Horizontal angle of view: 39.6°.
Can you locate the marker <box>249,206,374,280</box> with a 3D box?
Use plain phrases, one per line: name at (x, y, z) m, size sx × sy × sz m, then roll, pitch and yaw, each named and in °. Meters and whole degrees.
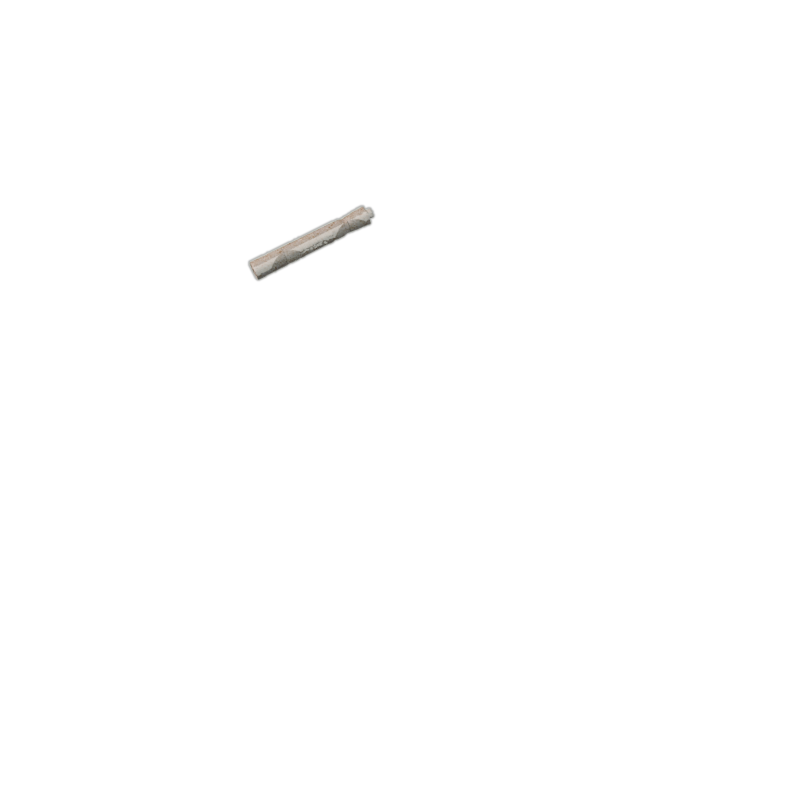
marker at (-0.078, -0.142, 0.996) m, size 0.121 × 0.019 × 0.020 m, roll -28°, pitch 9°, yaw -9°
